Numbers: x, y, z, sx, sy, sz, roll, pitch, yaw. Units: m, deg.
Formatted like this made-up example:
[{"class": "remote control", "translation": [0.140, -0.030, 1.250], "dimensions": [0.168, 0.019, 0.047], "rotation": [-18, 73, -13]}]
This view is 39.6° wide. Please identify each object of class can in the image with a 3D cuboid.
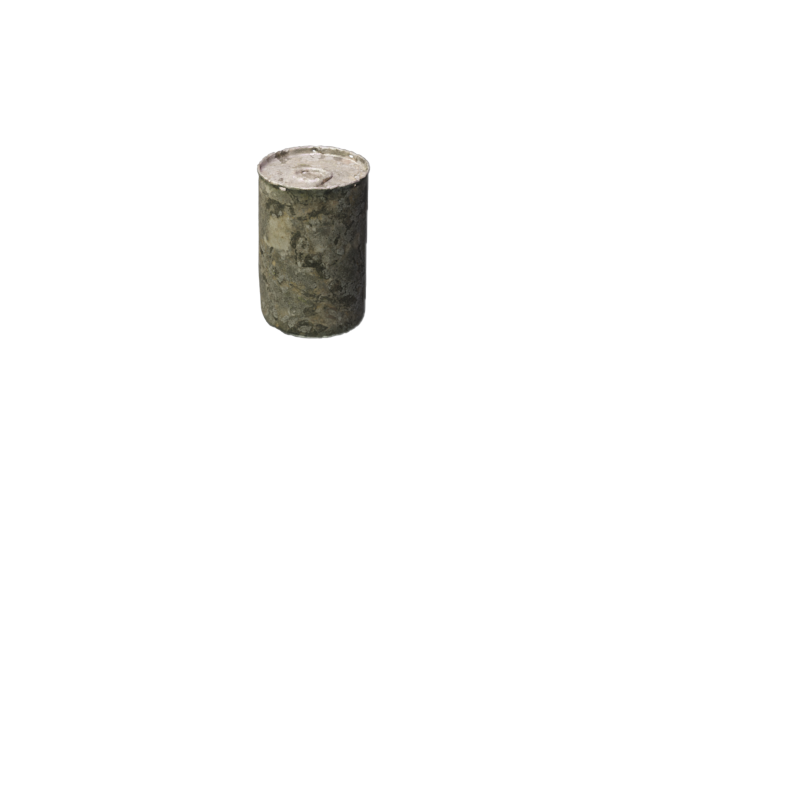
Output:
[{"class": "can", "translation": [-0.054, -0.098, 0.686], "dimensions": [0.068, 0.096, 0.073], "rotation": [0, 29, -2]}]
